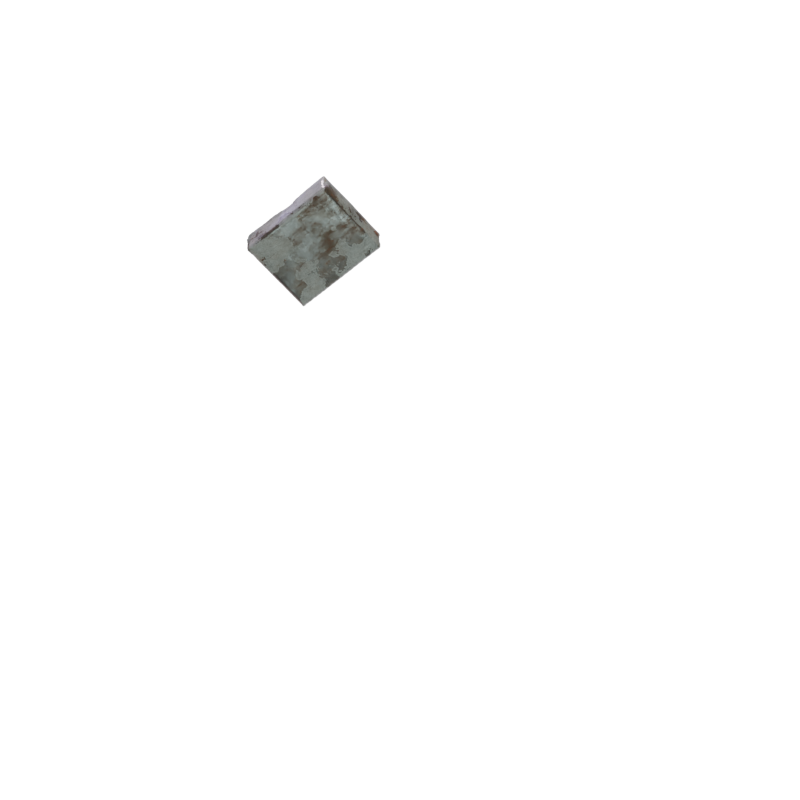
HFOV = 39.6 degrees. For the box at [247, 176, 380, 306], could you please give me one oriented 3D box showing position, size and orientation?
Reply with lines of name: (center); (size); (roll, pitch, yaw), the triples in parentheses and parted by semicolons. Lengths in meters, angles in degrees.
box: (-0.073, -0.134, 0.937); (0.089, 0.069, 0.032); (-36, 24, 18)
